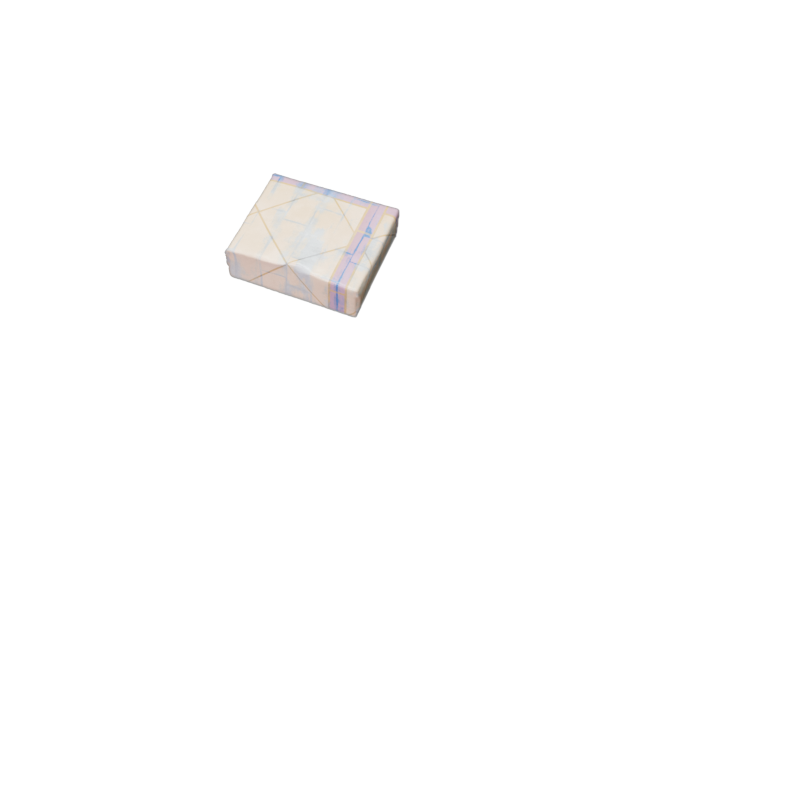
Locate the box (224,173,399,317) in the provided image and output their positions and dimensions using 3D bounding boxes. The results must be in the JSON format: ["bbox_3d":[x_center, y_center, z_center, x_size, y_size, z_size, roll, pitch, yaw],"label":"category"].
[{"bbox_3d":[-0.055,-0.099,0.695,0.092,0.076,0.028,18,-36,13],"label":"box"}]
